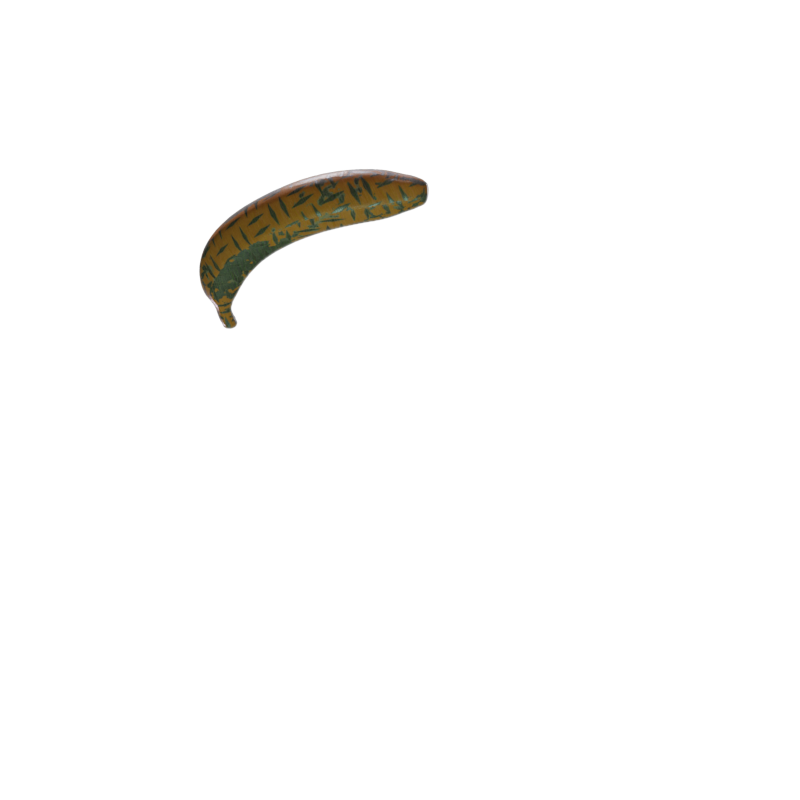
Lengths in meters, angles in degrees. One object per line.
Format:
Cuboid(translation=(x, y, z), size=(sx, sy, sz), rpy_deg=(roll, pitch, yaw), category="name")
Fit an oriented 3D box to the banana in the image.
Cuboid(translation=(-0.075, -0.114, 0.751), size=(0.197, 0.039, 0.065), rpy_deg=(-27, -43, 33), category="banana")
